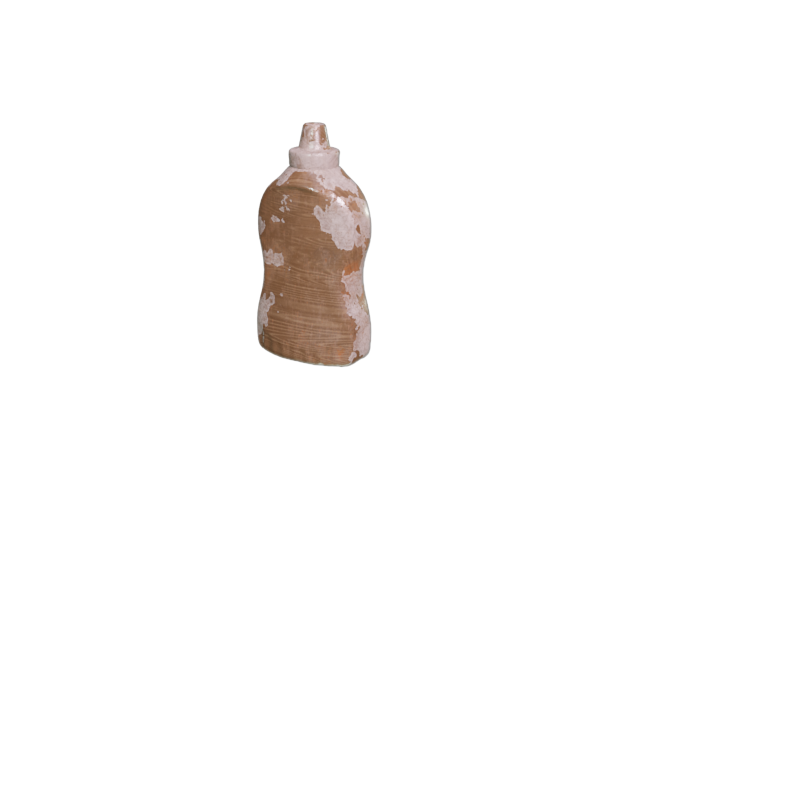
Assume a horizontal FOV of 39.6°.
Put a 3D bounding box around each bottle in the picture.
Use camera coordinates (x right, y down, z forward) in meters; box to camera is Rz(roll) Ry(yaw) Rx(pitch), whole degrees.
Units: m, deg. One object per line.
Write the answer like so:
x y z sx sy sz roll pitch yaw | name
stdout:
-0.070 -0.128 0.896 0.101 0.185 0.058 11 18 31 | bottle
